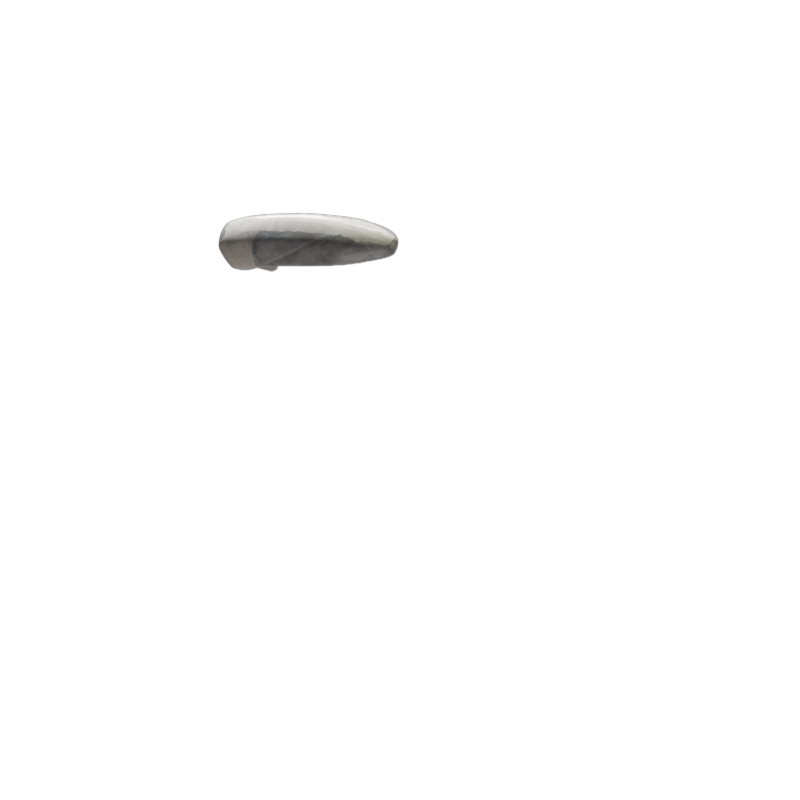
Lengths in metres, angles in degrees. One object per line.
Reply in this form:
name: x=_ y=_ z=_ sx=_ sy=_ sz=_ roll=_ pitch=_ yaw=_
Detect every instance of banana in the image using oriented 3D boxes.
banana: x=-0.077 y=-0.108 z=0.752 sx=0.067 sy=0.037 sz=0.204 roll=-2 pitch=5 yaw=-29
